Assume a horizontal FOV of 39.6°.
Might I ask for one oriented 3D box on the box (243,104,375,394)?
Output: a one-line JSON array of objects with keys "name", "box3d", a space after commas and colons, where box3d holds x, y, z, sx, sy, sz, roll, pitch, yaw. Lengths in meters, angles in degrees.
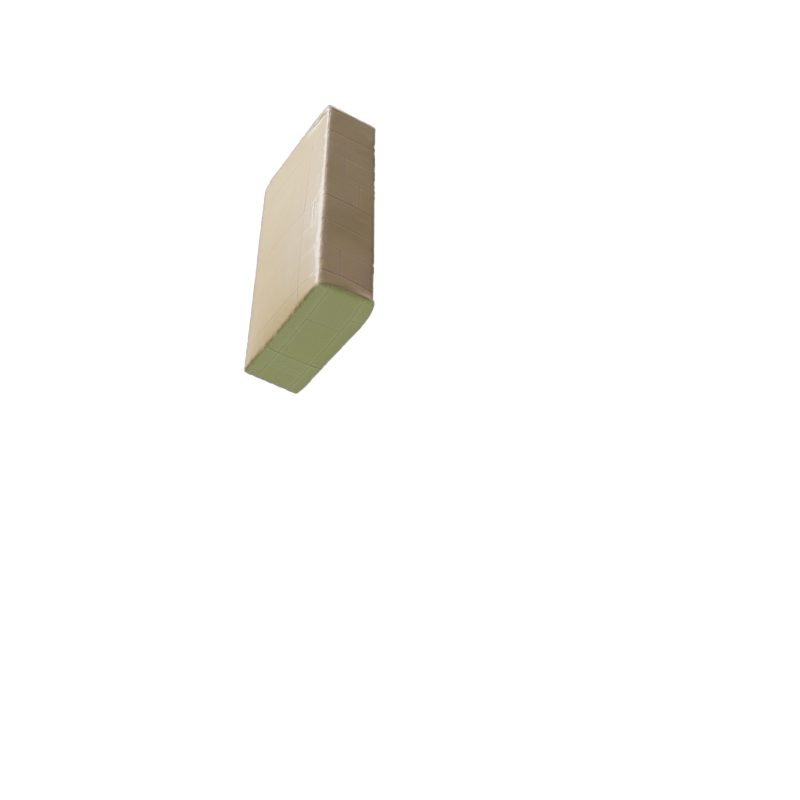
[{"name": "box", "box3d": [-0.056, -0.102, 0.717, 0.046, 0.189, 0.091, 23, -49, -26]}]
